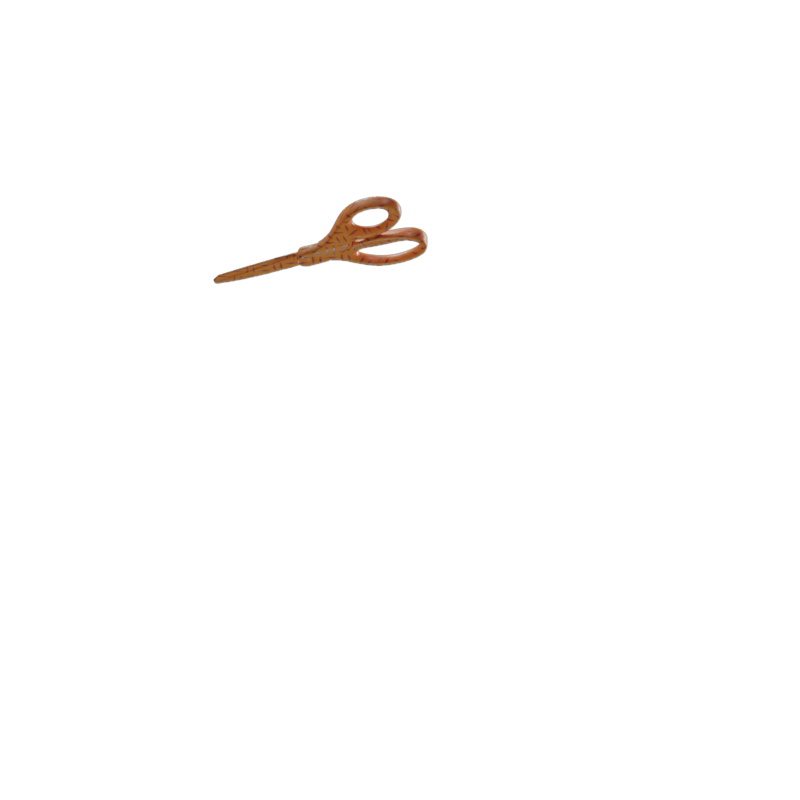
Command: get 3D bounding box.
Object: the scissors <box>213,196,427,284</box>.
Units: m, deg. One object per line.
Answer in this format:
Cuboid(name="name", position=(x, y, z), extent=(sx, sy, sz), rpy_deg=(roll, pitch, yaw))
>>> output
Cuboid(name="scissors", position=(-0.077, -0.141, 0.988), extent=(0.203, 0.017, 0.089), rpy_deg=(-4, -34, 6))
